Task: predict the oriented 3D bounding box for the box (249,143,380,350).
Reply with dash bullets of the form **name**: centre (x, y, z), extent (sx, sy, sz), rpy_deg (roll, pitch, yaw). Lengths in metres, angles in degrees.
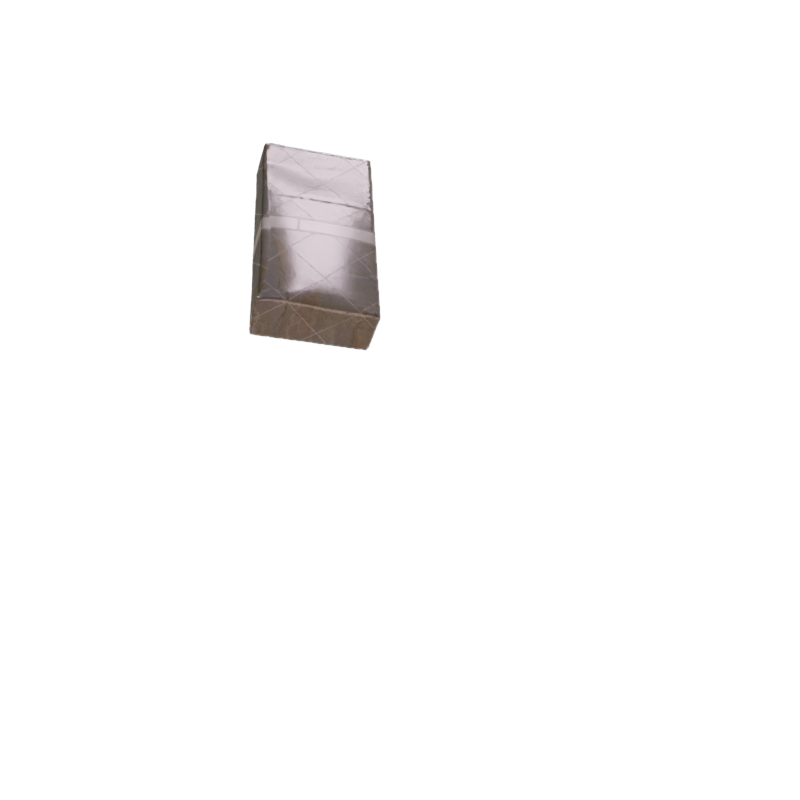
- **box**: centre (-0.068, -0.124, 0.867), extent (0.092, 0.189, 0.045), rpy_deg (7, -45, -11)
